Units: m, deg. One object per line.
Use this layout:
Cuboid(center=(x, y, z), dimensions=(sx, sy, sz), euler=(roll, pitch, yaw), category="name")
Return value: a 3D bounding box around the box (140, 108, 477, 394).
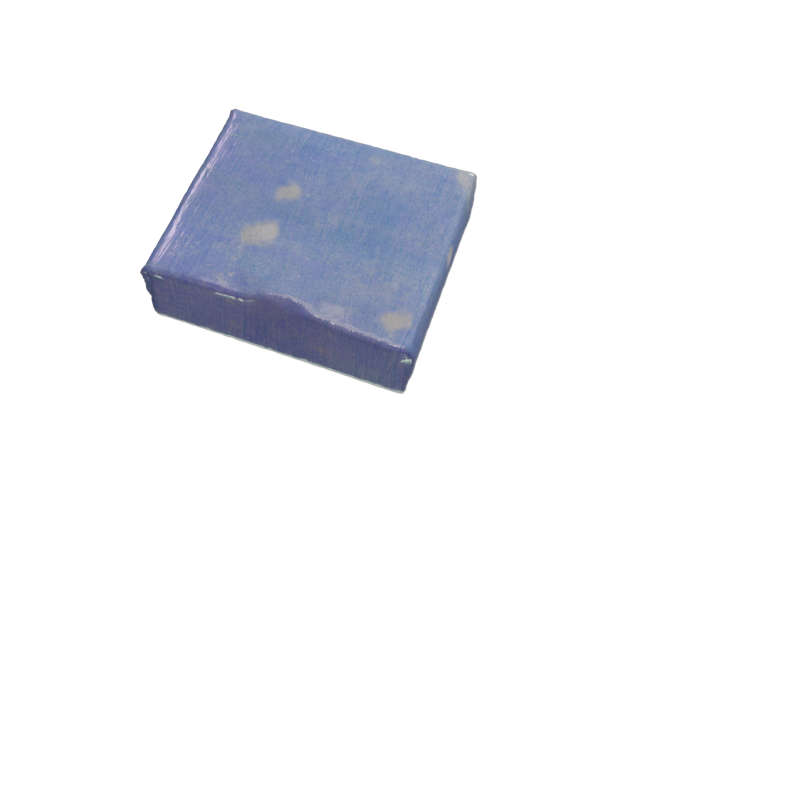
Cuboid(center=(-0.028, -0.052, 0.361), dimensions=(0.091, 0.076, 0.028), euler=(17, -32, 11), category="box")
